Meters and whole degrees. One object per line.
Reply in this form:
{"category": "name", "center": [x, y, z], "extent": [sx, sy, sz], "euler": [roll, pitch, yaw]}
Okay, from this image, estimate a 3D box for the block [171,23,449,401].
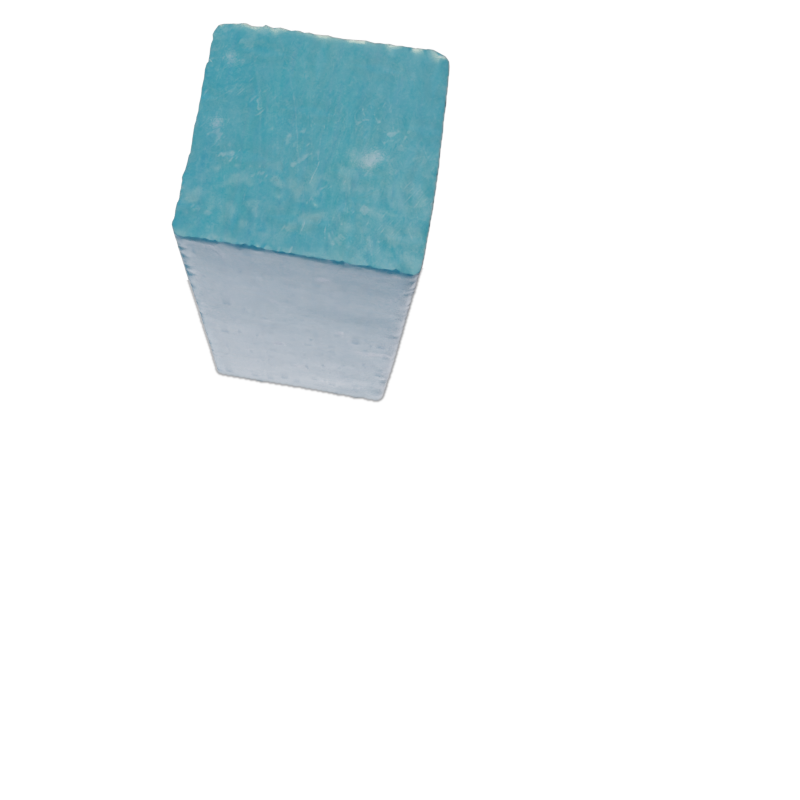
{"category": "block", "center": [-0.038, -0.071, 0.492], "extent": [0.091, 0.093, 0.199], "euler": [9, -14, -1]}
